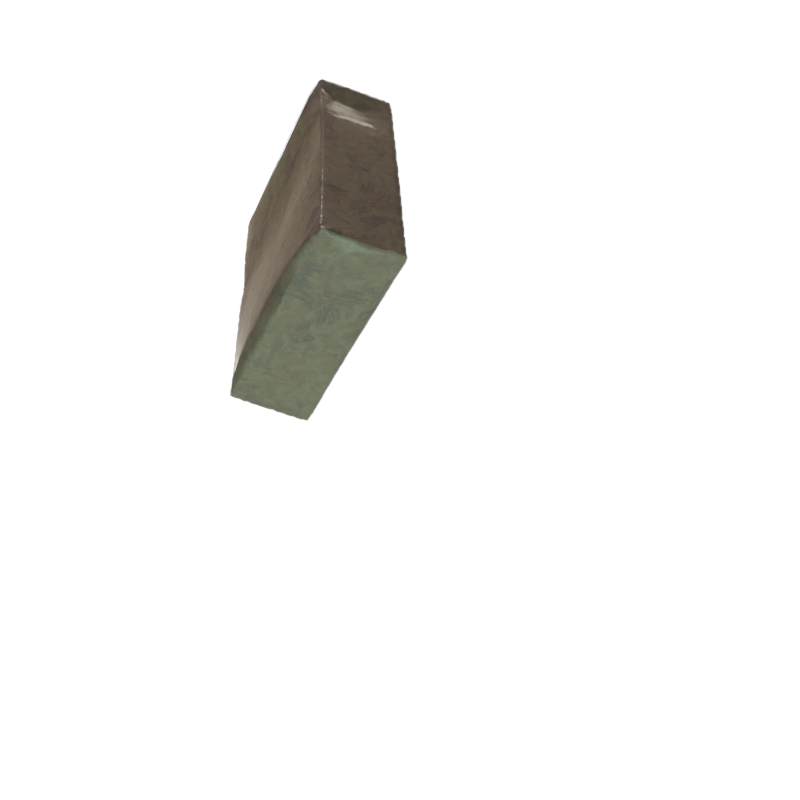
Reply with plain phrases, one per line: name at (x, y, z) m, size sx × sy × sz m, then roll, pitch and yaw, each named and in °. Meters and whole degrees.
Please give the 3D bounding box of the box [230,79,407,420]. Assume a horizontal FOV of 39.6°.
box at (-0.066, -0.120, 0.841) m, size 0.069 × 0.158 × 0.229 m, roll 19°, pitch 37°, yaw -19°
